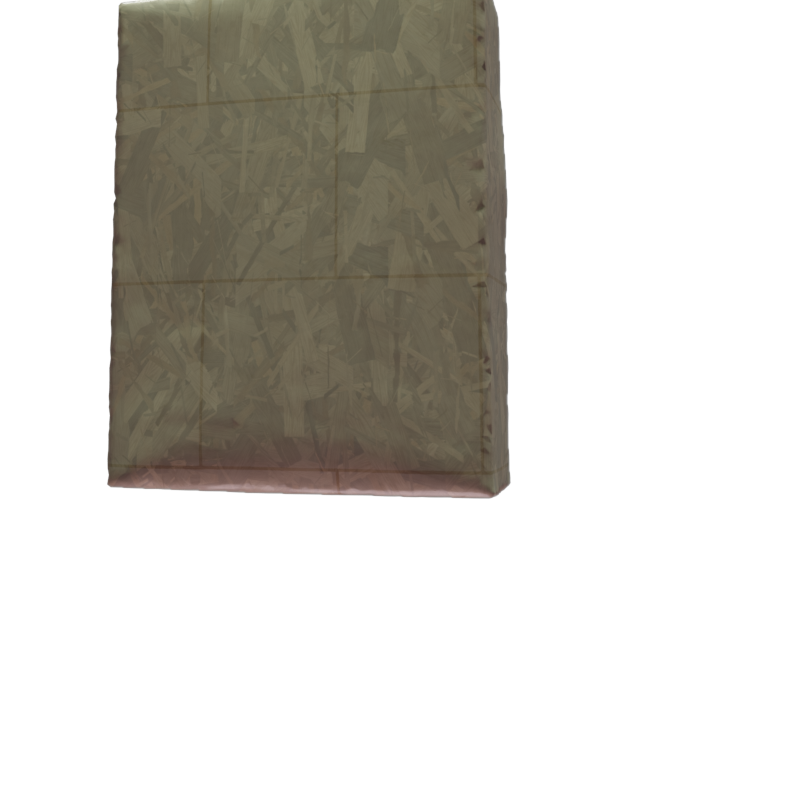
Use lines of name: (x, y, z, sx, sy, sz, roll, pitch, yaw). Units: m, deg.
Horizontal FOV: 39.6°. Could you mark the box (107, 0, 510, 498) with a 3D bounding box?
box: (-0.038, -0.069, 0.485, 0.167, 0.218, 0.069, -2, -7, 15)
